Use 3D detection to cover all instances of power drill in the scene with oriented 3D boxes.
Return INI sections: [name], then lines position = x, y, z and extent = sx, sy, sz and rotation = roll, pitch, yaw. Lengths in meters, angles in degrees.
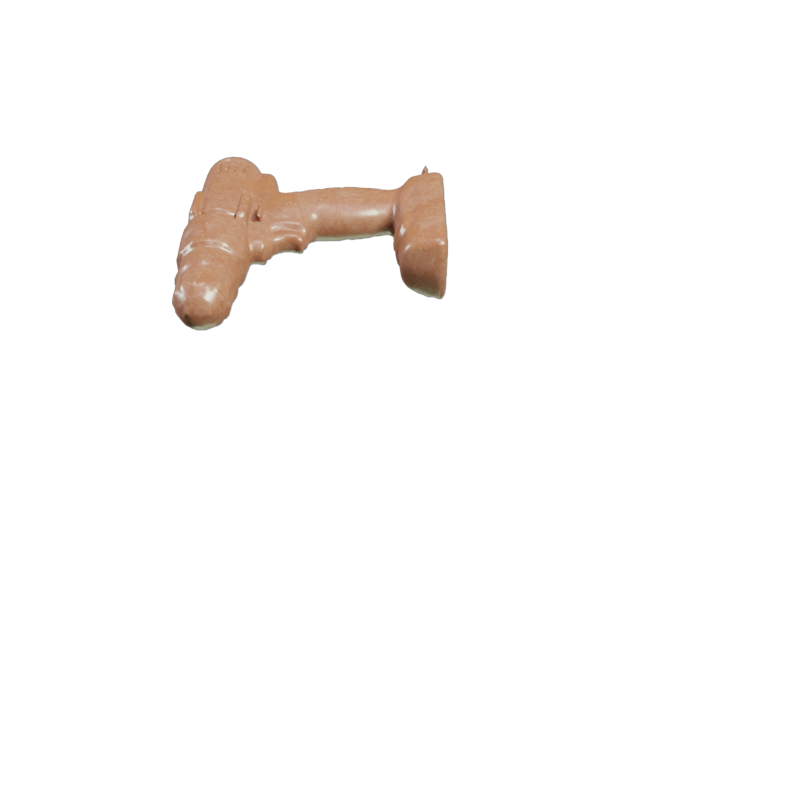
[power drill]
position = -0.061, -0.112, 0.784
extent = 0.188, 0.054, 0.197
rotation = 2, 41, 2
